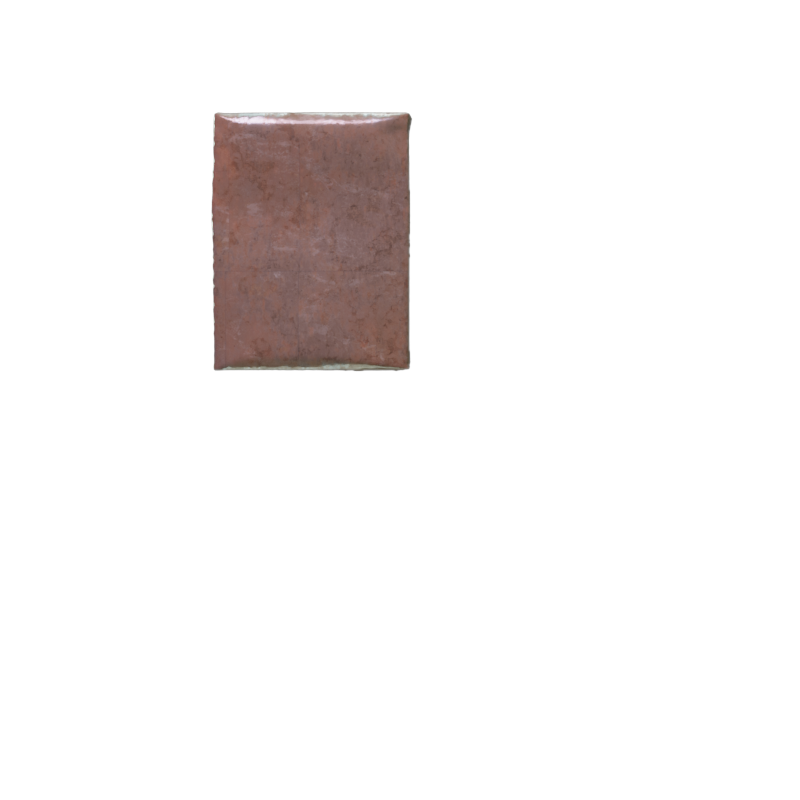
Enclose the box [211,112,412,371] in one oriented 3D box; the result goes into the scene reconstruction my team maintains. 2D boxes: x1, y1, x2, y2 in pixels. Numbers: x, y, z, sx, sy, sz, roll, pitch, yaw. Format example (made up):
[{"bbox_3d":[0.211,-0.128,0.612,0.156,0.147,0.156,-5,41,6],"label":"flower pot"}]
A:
[{"bbox_3d":[-0.073,-0.132,0.927,0.165,0.213,0.072,0,3,3],"label":"box"}]
